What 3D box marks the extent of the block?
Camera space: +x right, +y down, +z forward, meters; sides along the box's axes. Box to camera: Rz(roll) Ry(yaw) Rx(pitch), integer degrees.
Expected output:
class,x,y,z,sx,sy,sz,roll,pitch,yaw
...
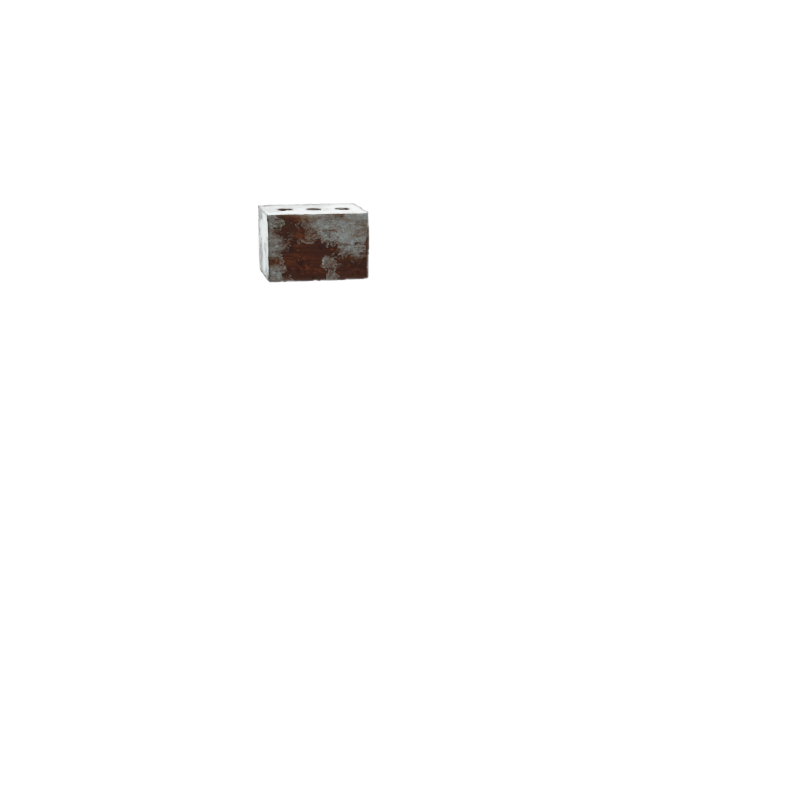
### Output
class,x,y,z,sx,sy,sz,roll,pitch,yaw
block,-0.065,-0.119,0.833,0.077,0.050,0.055,-3,14,-12
